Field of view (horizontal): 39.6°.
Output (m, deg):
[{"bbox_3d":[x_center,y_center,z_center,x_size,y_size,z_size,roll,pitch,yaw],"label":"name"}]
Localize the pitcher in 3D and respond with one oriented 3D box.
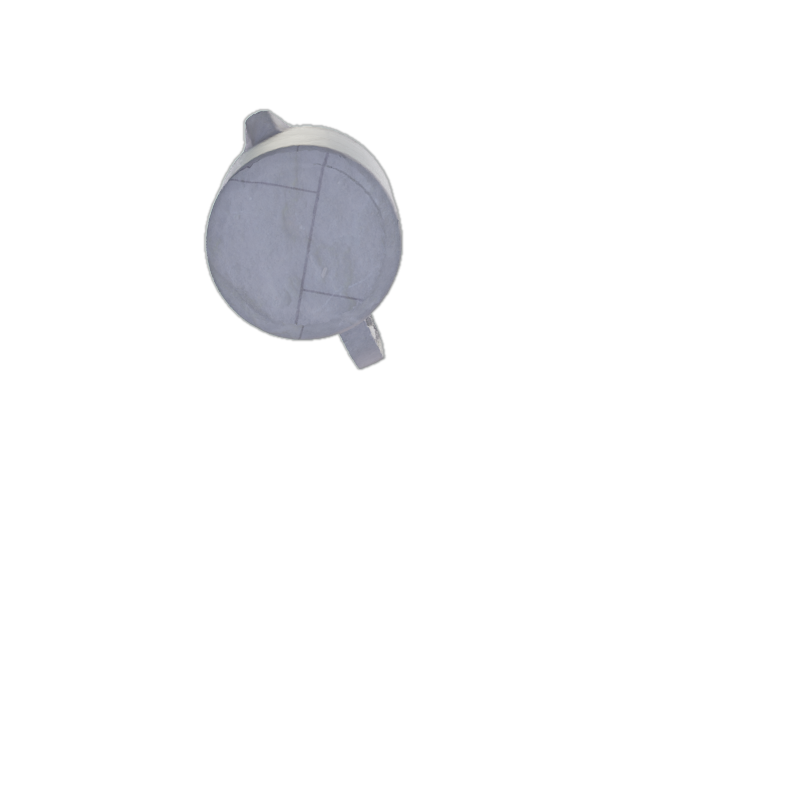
[{"bbox_3d":[-0.056,-0.102,0.714,0.148,0.143,0.249,20,10,-7],"label":"pitcher"}]
